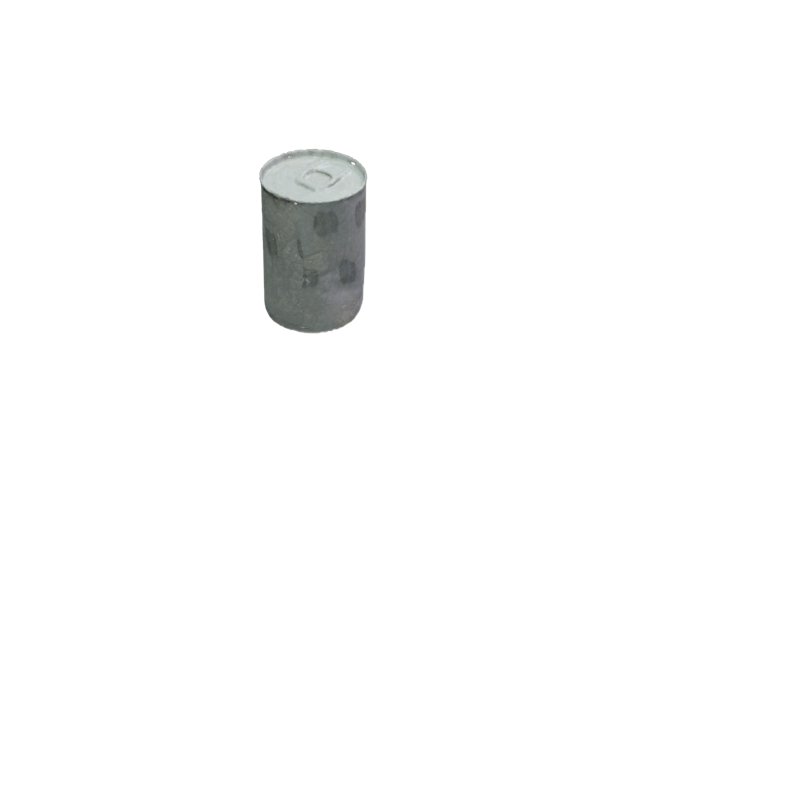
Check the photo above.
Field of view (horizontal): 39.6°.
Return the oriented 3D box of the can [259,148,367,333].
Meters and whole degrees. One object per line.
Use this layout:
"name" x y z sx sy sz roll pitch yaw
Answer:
"can" -0.057 -0.103 0.724 0.068 0.096 0.073 0 37 -3
